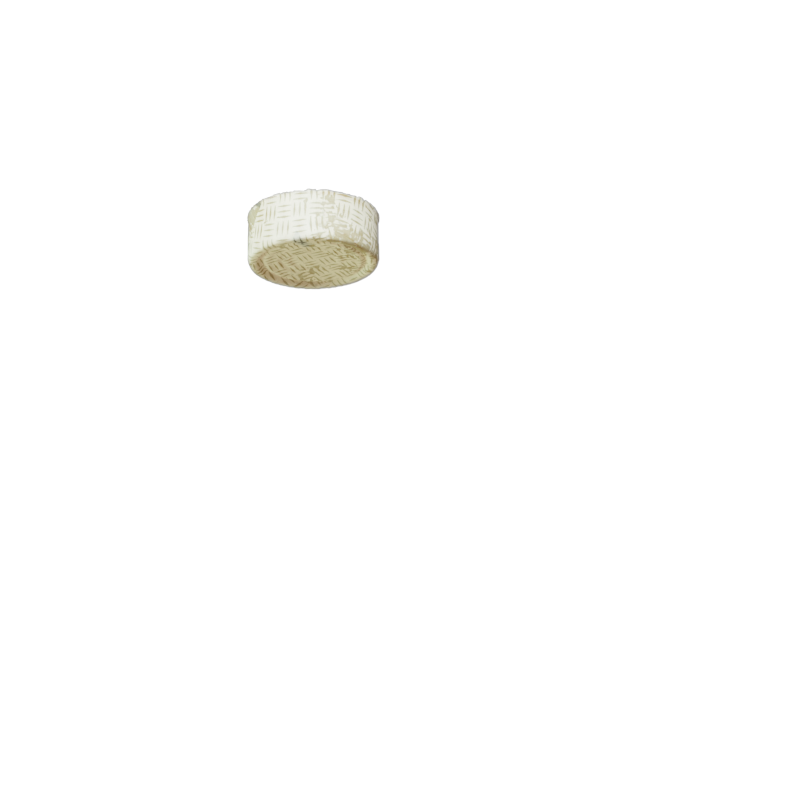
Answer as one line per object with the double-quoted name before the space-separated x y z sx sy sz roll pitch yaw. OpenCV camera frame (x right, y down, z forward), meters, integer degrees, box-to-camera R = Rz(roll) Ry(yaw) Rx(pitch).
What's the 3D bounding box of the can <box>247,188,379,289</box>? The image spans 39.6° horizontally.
"can" -0.056 -0.102 0.714 0.086 0.035 0.082 0 -18 -2
